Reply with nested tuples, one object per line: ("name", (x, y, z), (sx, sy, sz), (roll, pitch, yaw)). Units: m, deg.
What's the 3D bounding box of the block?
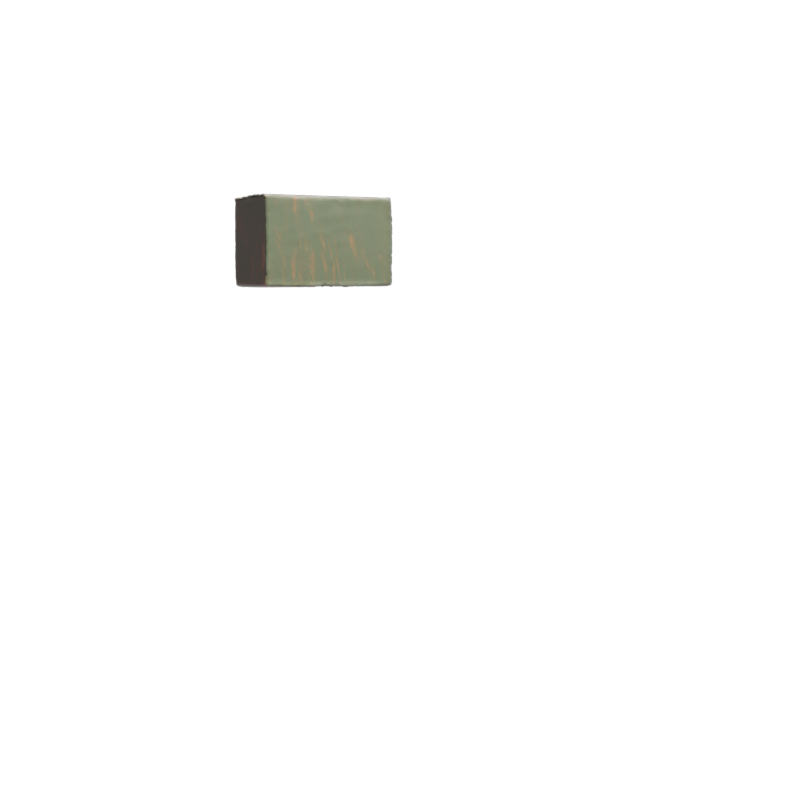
("block", (-0.049, -0.090, 0.627), (0.076, 0.051, 0.054), (-2, 3, -25))
